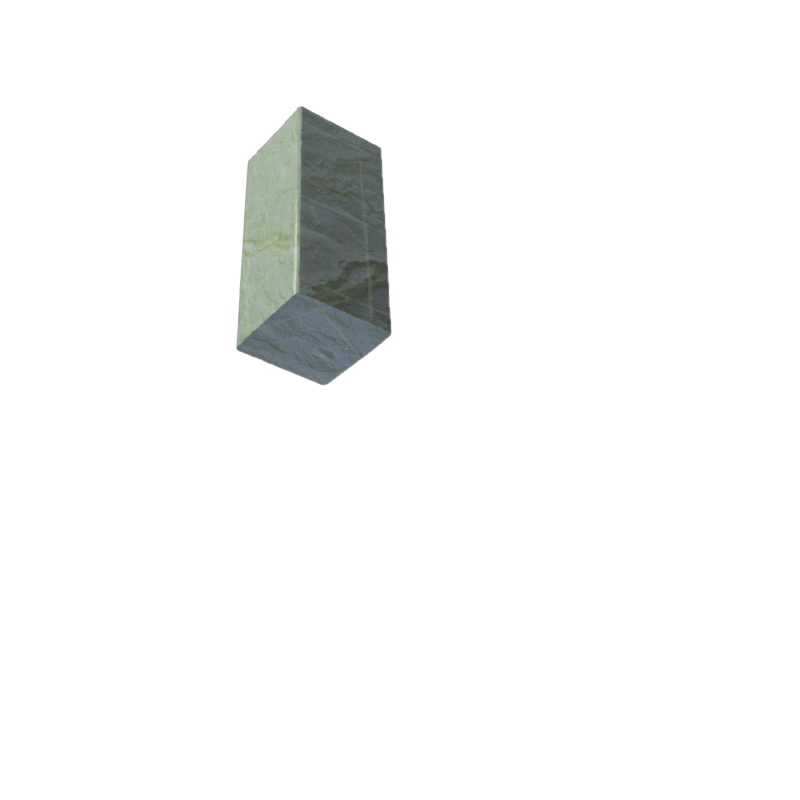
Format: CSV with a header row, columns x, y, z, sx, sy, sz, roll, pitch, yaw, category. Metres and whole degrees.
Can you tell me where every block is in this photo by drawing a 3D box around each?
x,y,z,sx,sy,sz,roll,pitch,yaw,category
-0.072,-0.131,0.920,0.086,0.221,0.089,24,-45,-30,block
